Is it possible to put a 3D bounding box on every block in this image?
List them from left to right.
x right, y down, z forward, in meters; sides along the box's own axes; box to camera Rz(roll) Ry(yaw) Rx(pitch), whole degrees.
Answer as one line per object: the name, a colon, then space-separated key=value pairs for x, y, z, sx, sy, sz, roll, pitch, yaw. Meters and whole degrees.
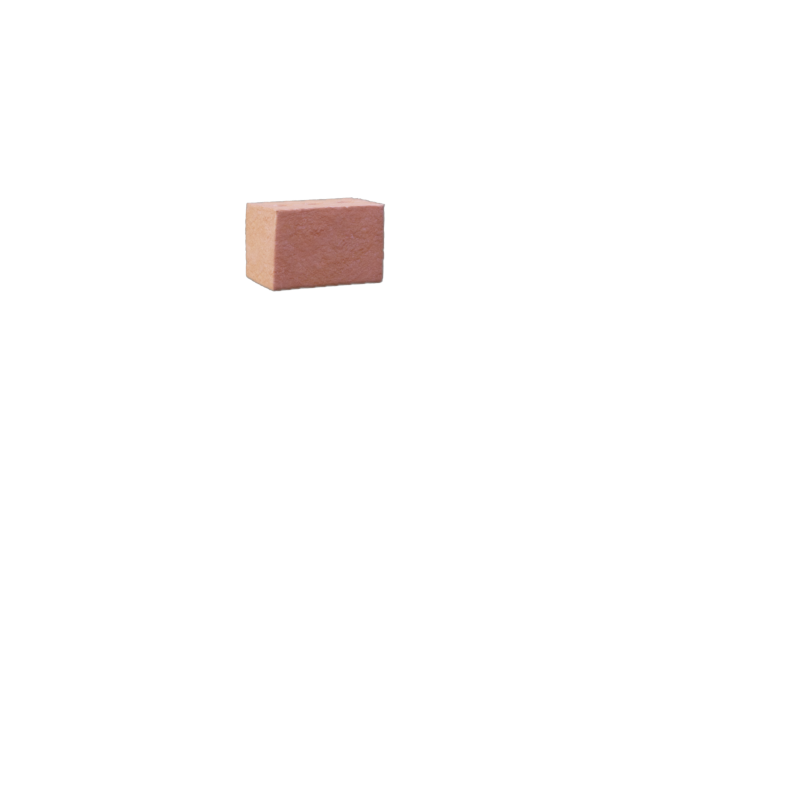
block: x=-0.056 y=-0.102 z=0.713 sx=0.076 sy=0.050 sz=0.055 roll=-7 pitch=15 yaw=-26
